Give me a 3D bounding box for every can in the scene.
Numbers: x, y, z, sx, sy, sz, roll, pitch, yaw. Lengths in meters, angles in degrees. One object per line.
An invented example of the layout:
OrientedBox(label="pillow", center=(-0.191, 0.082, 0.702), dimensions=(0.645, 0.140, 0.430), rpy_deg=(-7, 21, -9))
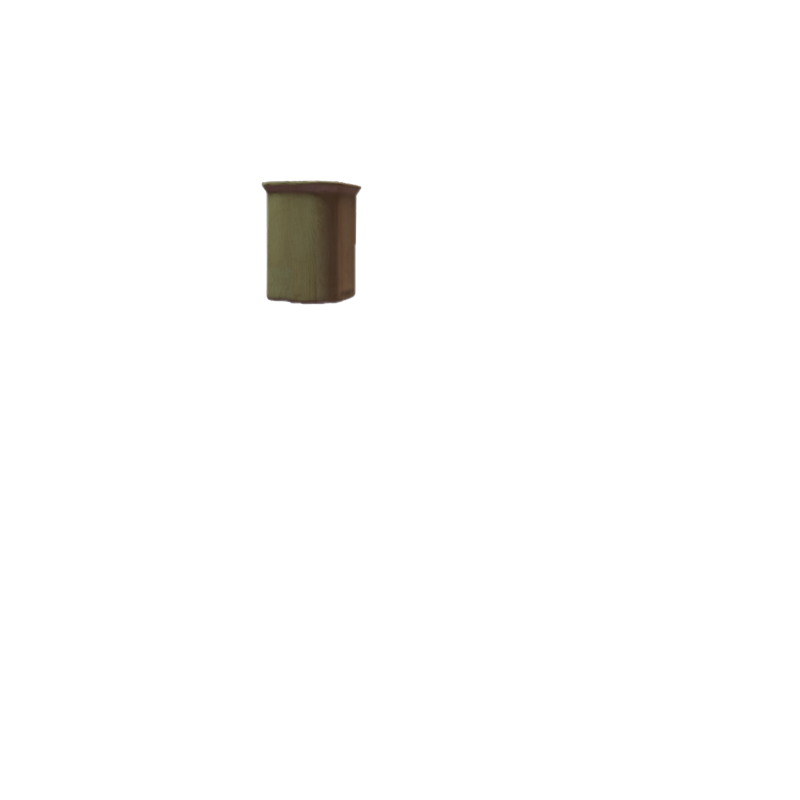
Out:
OrientedBox(label="can", center=(-0.062, -0.114, 0.797), dimensions=(0.058, 0.083, 0.101), rpy_deg=(1, 6, 10))
